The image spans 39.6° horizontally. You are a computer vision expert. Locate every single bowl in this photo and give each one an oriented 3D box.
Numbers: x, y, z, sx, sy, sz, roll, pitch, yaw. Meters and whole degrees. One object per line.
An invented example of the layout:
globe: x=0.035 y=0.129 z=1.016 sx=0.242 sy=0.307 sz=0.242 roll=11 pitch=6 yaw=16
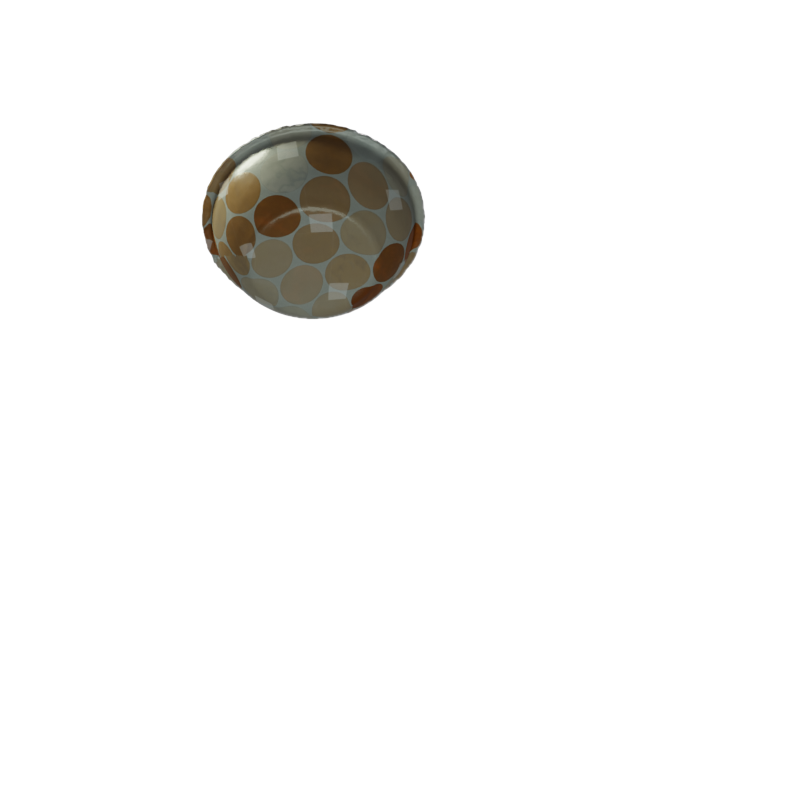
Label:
bowl: x=-0.061 y=-0.112 z=0.782 sx=0.162 sy=0.152 sz=0.059 roll=1 pitch=36 yaw=-1
